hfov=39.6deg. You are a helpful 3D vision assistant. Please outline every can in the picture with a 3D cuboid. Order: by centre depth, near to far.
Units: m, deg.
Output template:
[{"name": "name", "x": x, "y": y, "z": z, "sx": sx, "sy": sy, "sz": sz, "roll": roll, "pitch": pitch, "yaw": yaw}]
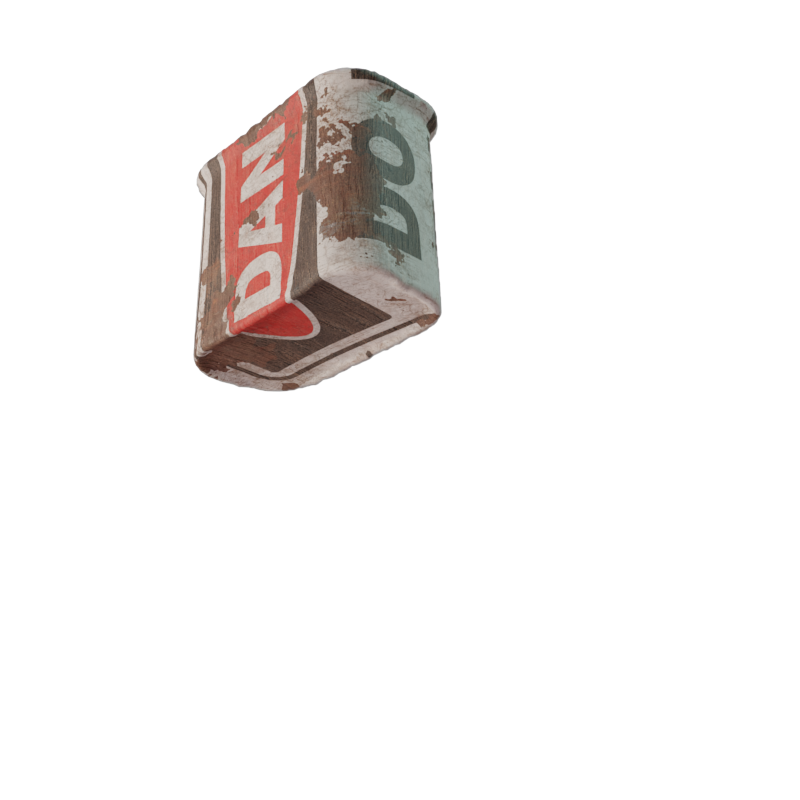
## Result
[{"name": "can", "x": -0.032, "y": -0.059, "z": 0.411, "sx": 0.054, "sy": 0.089, "sz": 0.102, "roll": 24, "pitch": -37, "yaw": -37}]
